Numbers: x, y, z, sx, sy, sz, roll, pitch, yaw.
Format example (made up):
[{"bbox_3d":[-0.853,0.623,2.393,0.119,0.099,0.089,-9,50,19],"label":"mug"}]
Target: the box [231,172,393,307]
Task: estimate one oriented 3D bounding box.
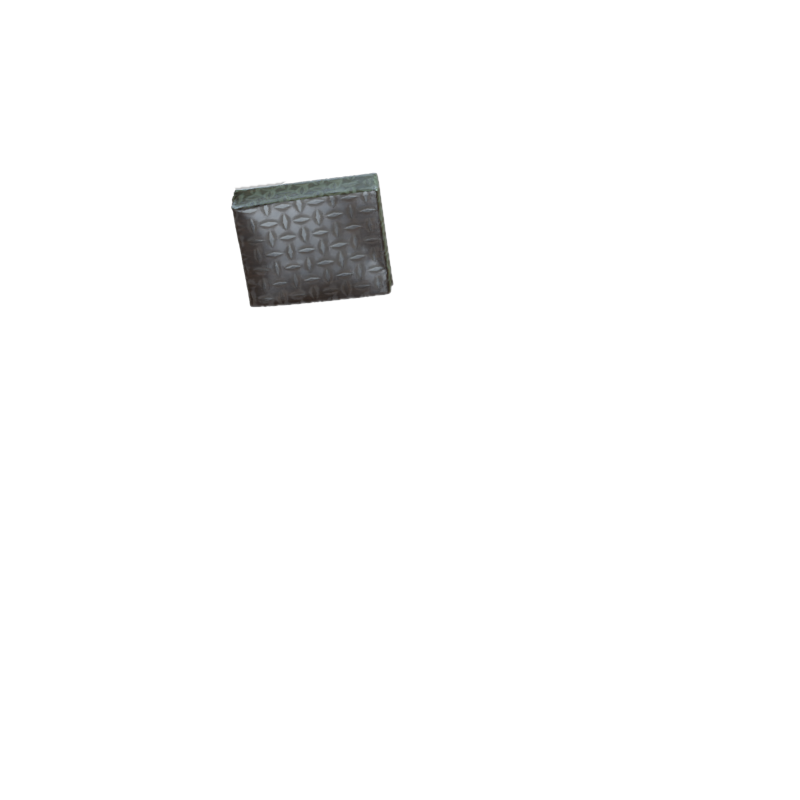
[{"bbox_3d":[-0.066,-0.121,0.847,0.114,0.085,0.041,-6,27,3],"label":"box"}]
